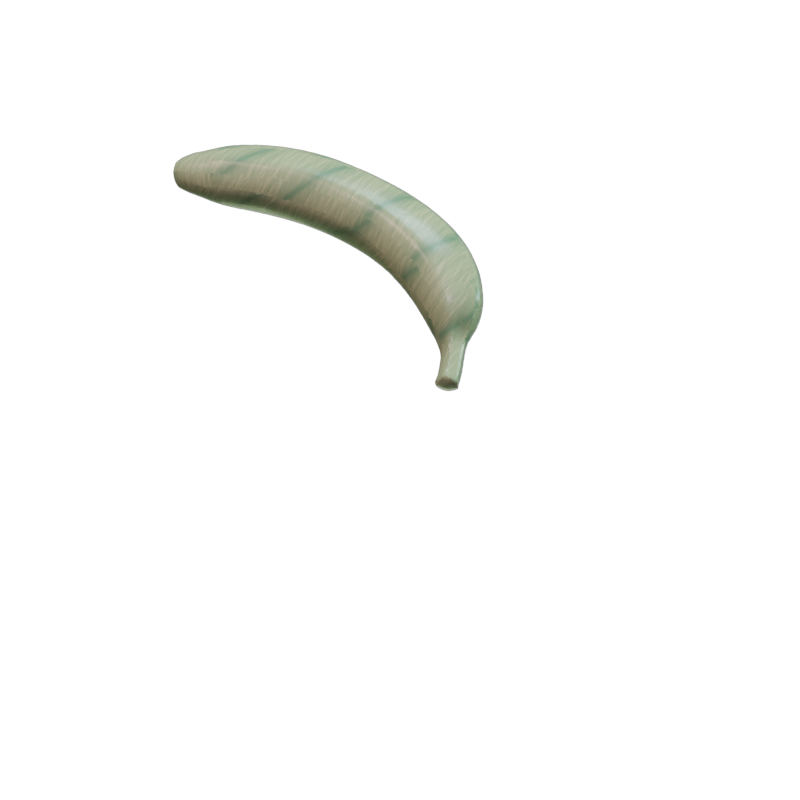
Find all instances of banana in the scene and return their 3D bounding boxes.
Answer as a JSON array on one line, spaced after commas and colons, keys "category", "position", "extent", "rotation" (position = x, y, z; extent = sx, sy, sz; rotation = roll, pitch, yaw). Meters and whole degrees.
[{"category": "banana", "position": [-0.028, -0.087, 0.557], "extent": [0.210, 0.034, 0.070], "rotation": [37, 59, 27]}]
